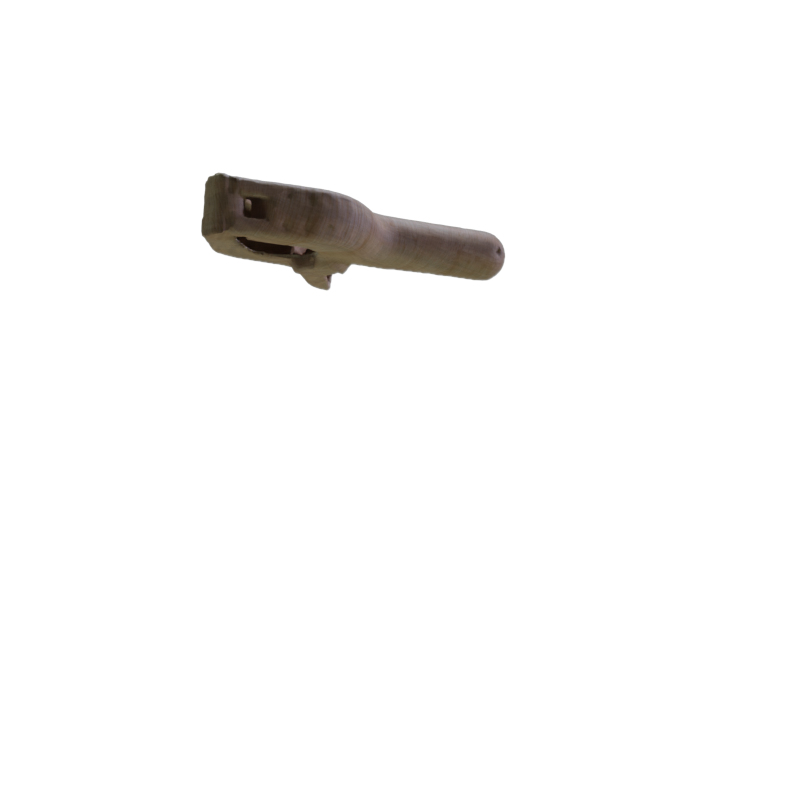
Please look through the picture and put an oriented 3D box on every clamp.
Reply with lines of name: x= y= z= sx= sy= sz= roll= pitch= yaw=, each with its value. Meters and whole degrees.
clamp: x=-0.043 y=-0.078 z=0.547 sx=0.123 sy=0.040 sz=0.162 roll=-9 pitch=-13 yaw=42
